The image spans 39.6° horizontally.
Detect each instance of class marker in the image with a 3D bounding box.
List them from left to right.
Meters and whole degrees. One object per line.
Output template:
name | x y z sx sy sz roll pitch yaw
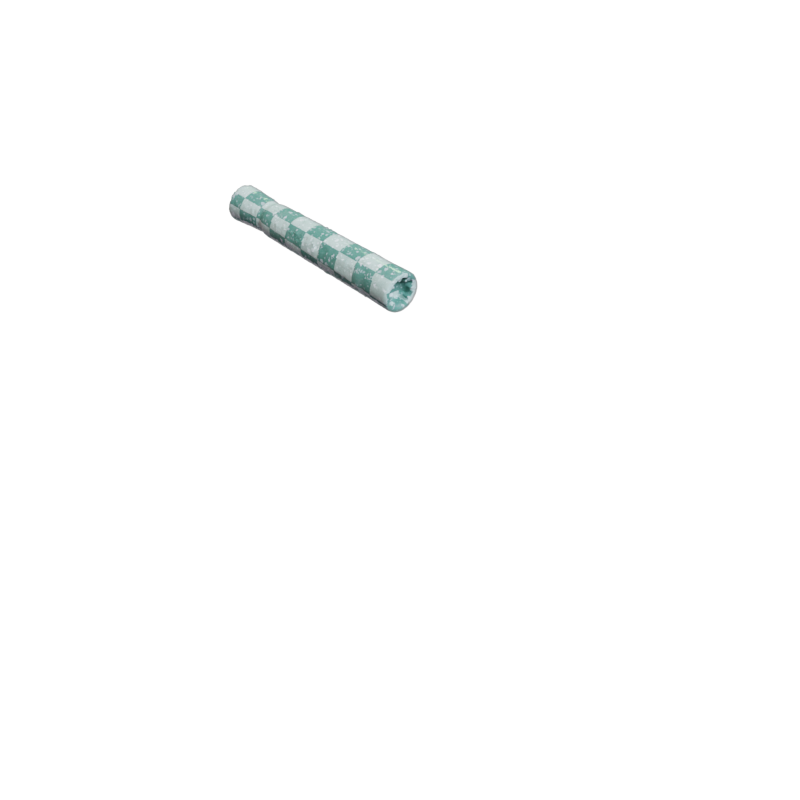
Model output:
marker | -0.040 -0.073 0.509 0.019 0.019 0.130 -3 27 -43
